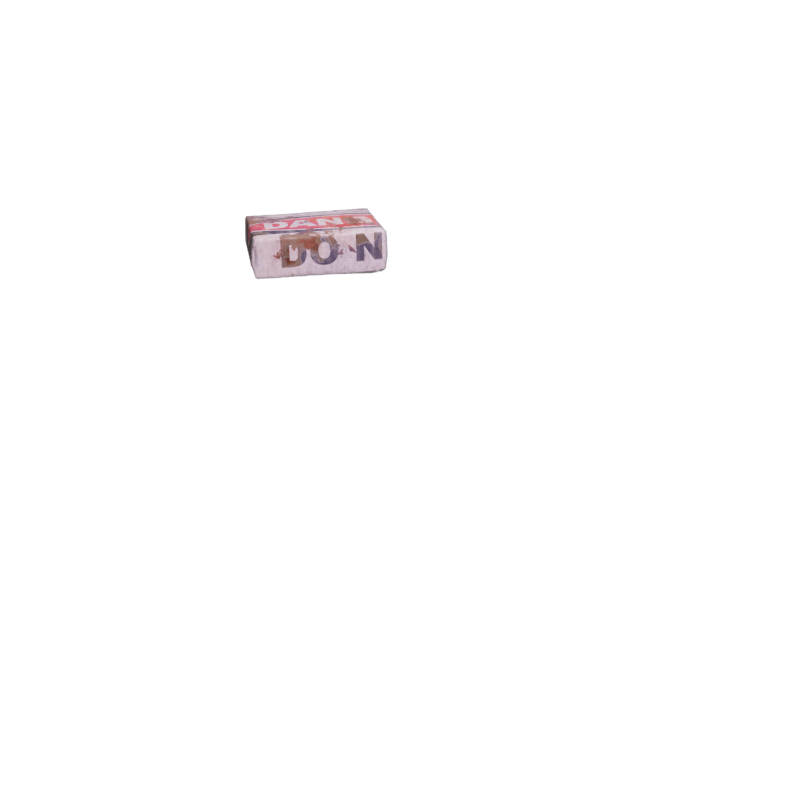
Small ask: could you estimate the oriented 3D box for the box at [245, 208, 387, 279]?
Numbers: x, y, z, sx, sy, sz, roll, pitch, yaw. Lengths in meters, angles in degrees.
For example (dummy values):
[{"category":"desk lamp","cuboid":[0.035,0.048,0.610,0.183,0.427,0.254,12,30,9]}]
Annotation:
[{"category":"box","cuboid":[-0.074,-0.135,0.946,0.112,0.037,0.095,-3,22,-9]}]
